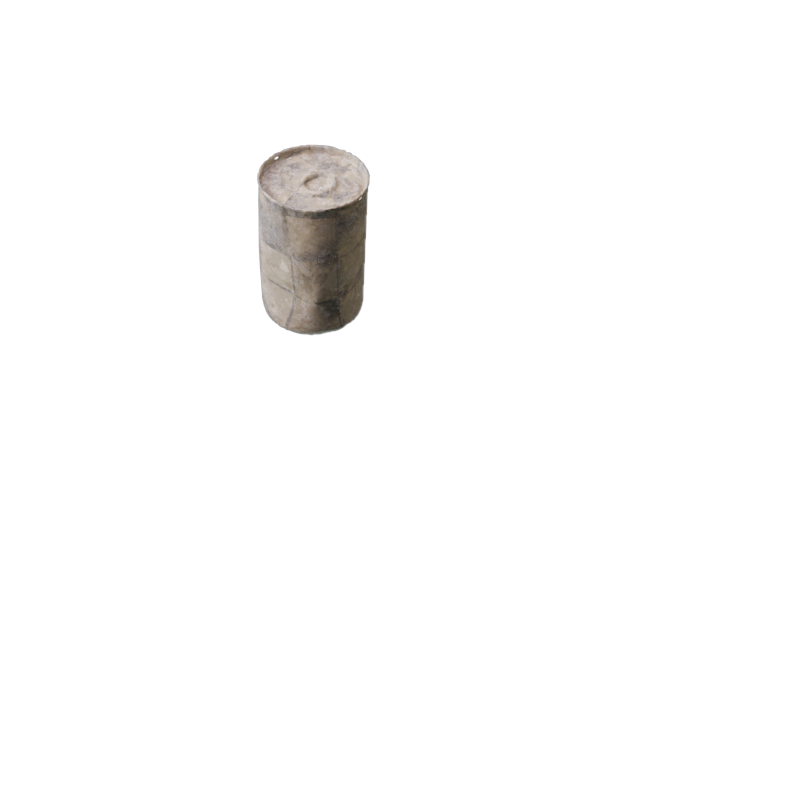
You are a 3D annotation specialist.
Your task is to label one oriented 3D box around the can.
[{"bbox_3d":[-0.055,-0.100,0.697,0.068,0.095,0.074,0,43,-3],"label":"can"}]
